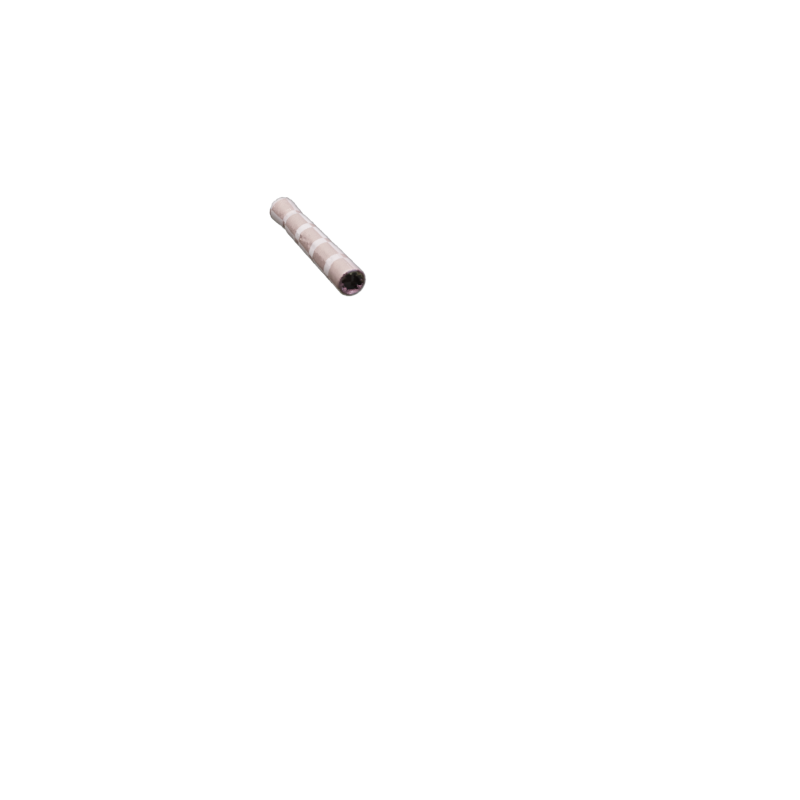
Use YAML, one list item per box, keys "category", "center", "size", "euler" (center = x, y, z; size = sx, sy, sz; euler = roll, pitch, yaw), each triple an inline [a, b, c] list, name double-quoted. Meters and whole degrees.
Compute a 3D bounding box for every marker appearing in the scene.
- category: "marker"
  center: [-0.056, -0.102, 0.713]
  size: [0.019, 0.019, 0.130]
  euler: [-2, 30, -27]
